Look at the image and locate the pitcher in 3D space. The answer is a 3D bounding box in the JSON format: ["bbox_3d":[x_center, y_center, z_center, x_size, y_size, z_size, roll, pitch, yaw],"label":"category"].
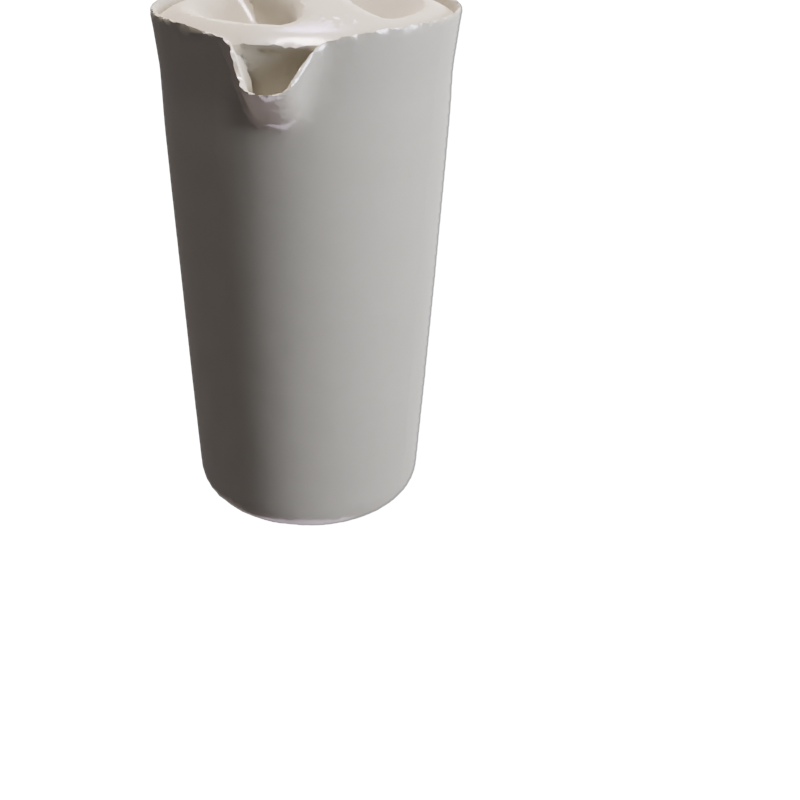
[{"bbox_3d":[-0.041,-0.075,0.528,0.147,0.231,0.155,-17,31,-35],"label":"pitcher"}]
